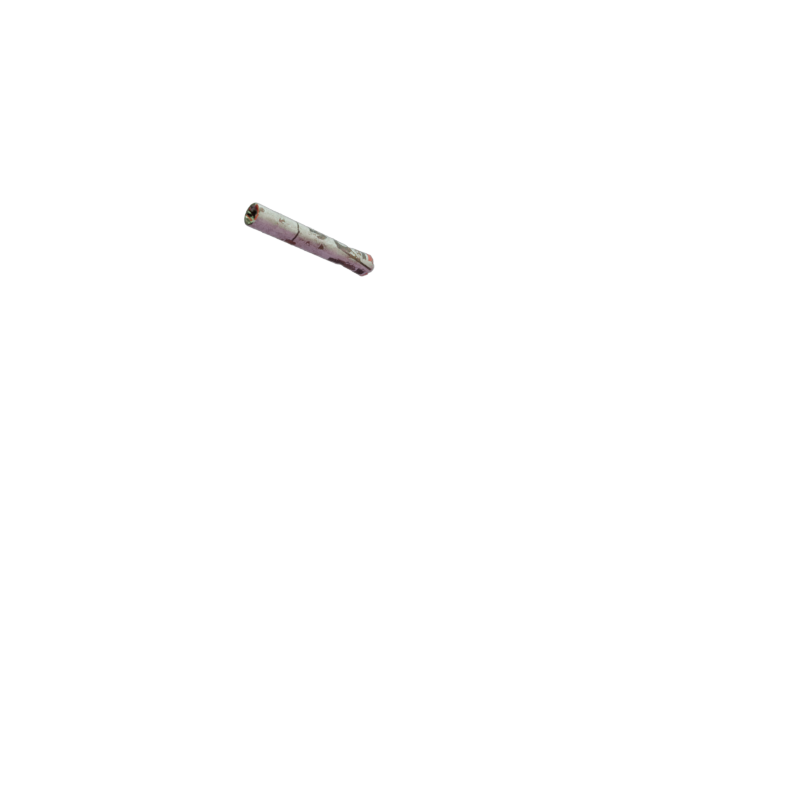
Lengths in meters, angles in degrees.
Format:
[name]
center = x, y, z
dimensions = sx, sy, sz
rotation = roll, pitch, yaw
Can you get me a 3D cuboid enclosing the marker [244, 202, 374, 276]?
[marker]
center = -0.067, -0.121, 0.851
dimensions = 0.114, 0.020, 0.021
rotation = 20, -9, -36
